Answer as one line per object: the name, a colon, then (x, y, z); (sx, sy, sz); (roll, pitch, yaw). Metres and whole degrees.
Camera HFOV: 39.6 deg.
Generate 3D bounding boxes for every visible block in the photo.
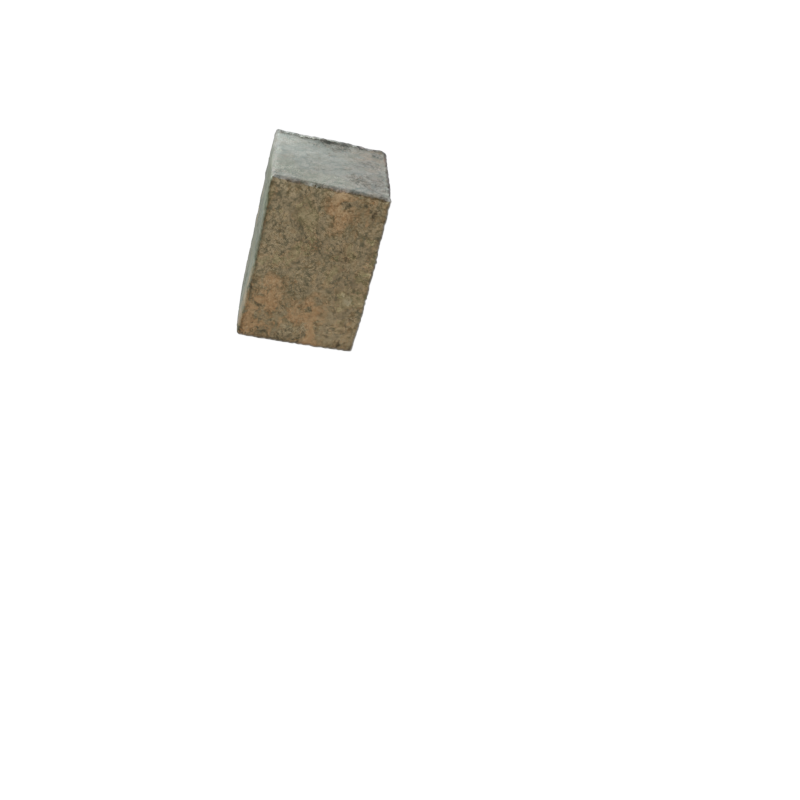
block: (-0.038, -0.069, 0.486); (0.052, 0.074, 0.054); (12, 29, -9)
